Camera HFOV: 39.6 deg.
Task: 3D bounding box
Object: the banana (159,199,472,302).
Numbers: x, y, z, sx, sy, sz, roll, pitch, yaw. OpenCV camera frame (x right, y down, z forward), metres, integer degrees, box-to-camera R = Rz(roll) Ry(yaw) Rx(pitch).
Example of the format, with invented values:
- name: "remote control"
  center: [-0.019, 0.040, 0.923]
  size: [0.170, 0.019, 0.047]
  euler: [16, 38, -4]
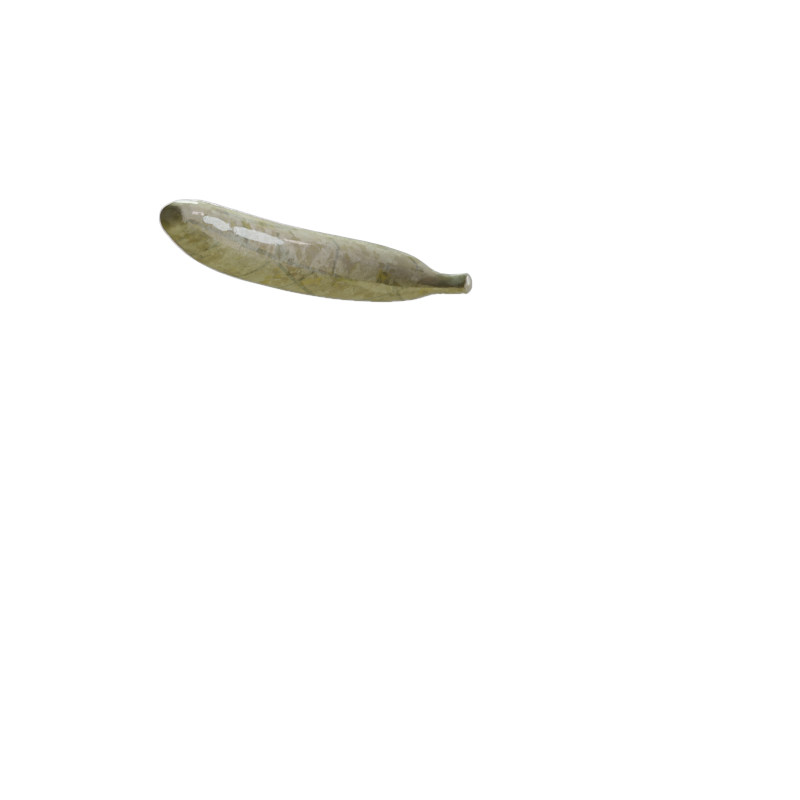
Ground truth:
- name: "banana"
  center: [-0.056, -0.085, 0.637]
  size: [0.189, 0.038, 0.070]
  euler: [7, -16, -30]
